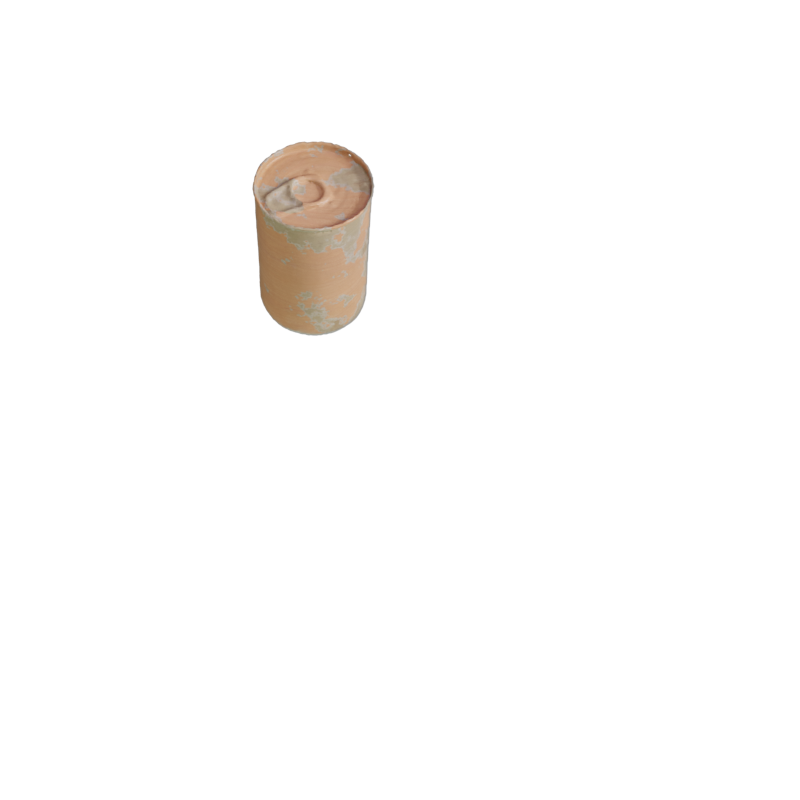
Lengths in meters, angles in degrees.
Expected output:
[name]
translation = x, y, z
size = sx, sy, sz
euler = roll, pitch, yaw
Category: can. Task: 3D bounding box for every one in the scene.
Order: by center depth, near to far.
[can]
translation = -0.051, -0.094, 0.658
size = 0.068, 0.073, 0.095
euler = 0, -36, -3
